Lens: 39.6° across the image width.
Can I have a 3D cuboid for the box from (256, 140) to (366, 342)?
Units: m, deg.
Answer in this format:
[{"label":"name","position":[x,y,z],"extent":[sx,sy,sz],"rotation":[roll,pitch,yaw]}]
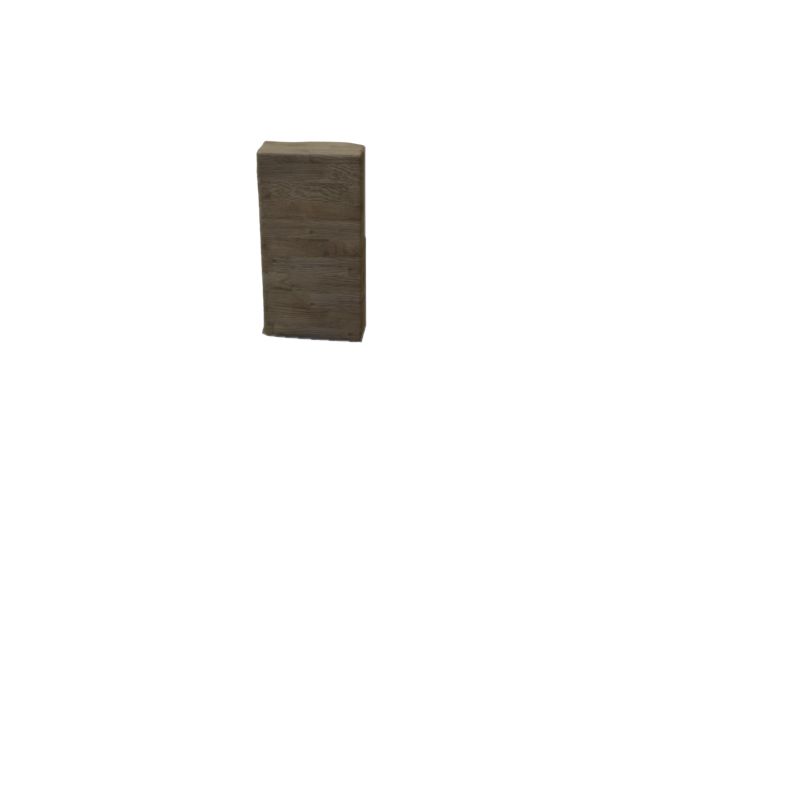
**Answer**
[{"label":"box","position":[-0.077,-0.141,0.985],"extent":[0.094,0.169,0.050],"rotation":[4,19,7]}]
